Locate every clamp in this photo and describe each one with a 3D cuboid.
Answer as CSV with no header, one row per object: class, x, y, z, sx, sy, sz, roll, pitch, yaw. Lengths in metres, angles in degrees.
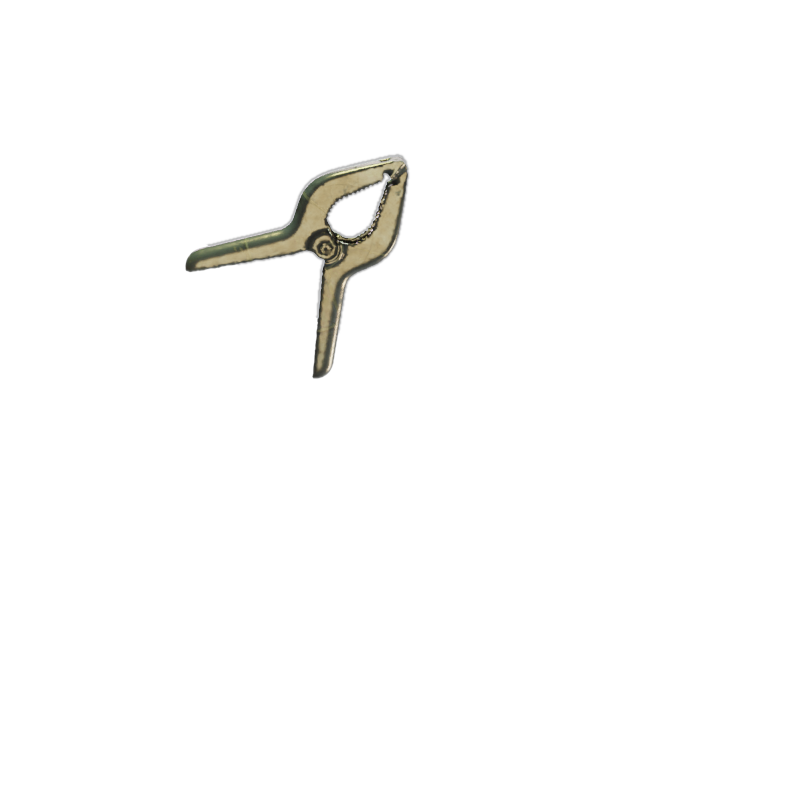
clamp,-0.077,-0.140,0.978,0.161,0.207,0.038,35,14,-10
